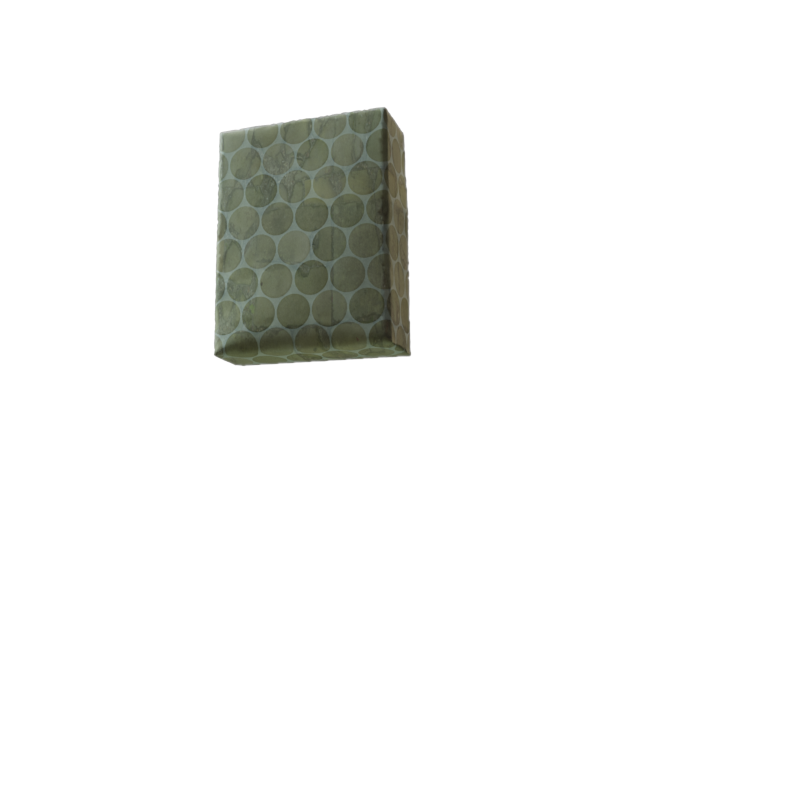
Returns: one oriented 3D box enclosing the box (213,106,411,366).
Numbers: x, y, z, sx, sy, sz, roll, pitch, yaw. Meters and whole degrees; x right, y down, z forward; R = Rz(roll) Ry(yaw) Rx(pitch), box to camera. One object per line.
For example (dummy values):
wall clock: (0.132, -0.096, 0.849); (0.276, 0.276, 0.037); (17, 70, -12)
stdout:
box: (-0.078, -0.142, 0.995); (0.167, 0.222, 0.068); (-6, -17, 18)
